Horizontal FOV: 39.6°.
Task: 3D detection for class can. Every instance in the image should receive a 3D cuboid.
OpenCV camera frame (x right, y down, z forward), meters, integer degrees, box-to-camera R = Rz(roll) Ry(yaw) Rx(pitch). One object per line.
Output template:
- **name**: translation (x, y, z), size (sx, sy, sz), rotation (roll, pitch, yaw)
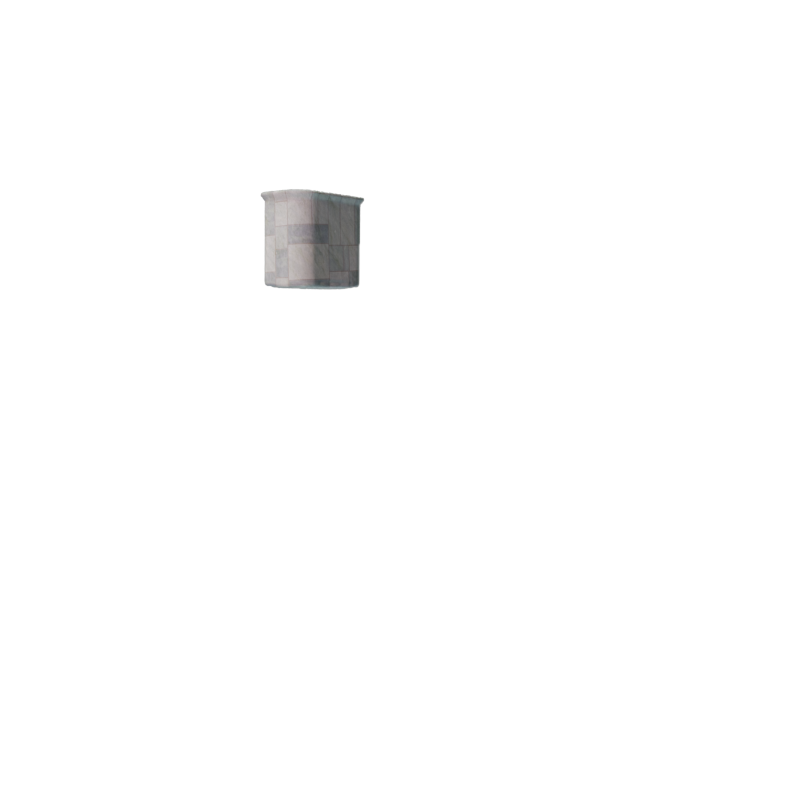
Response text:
- **can**: translation (-0.078, -0.142, 0.995), size (0.059, 0.084, 0.098), rotation (-1, 0, 36)
